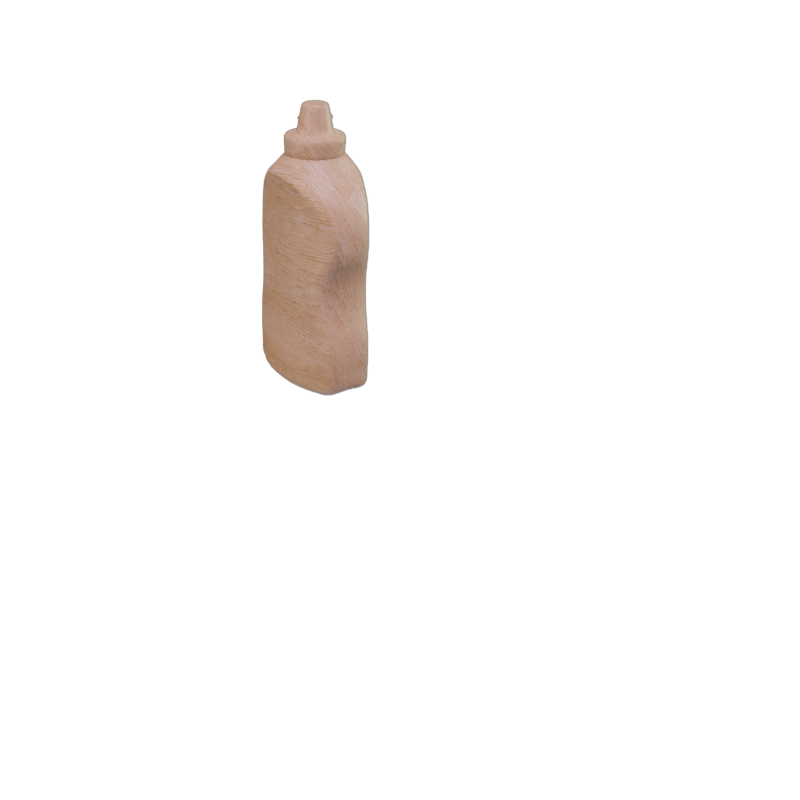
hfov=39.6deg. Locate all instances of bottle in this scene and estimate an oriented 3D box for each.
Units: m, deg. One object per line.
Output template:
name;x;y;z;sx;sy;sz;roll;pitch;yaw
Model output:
bottle;-0.058;-0.107;0.749;0.057;0.183;0.103;-11;26;-29
